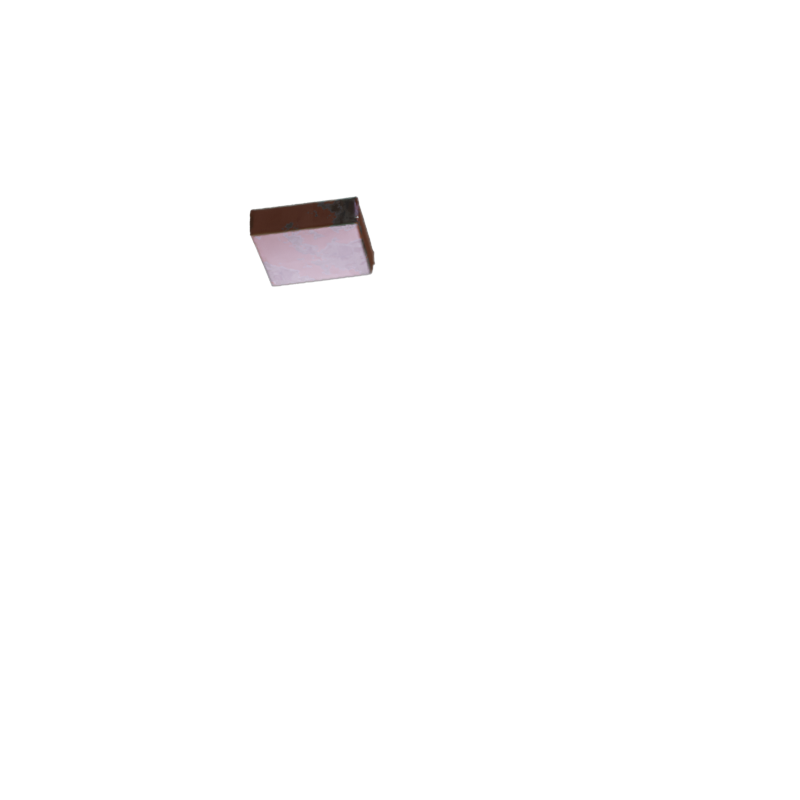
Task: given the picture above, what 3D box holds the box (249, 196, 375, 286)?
[{"bbox_3d":[-0.070,-0.128,0.896,0.090,0.032,0.068,-6,-33,9],"label":"box"}]
